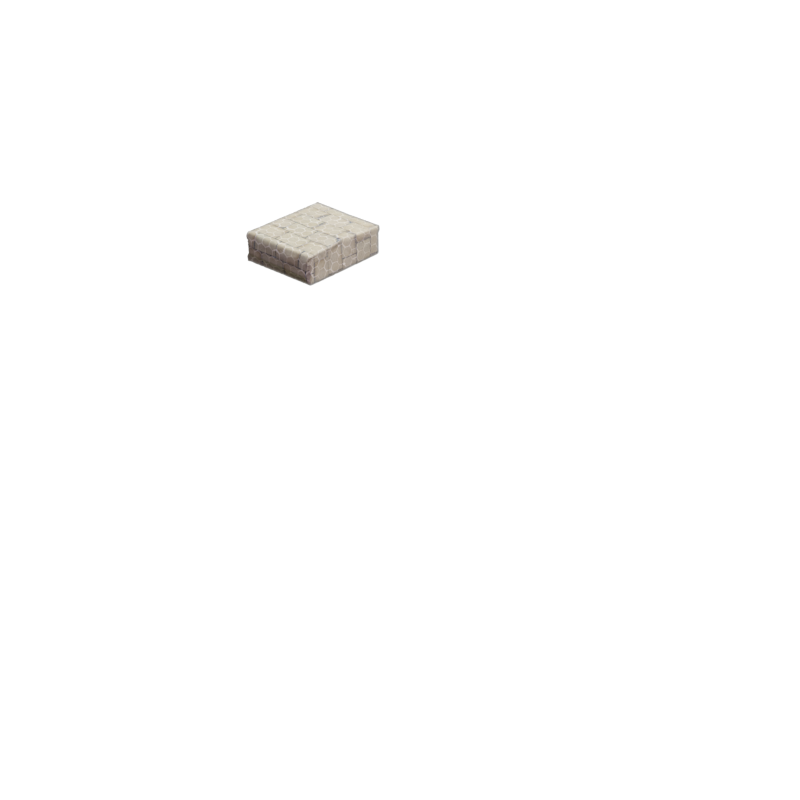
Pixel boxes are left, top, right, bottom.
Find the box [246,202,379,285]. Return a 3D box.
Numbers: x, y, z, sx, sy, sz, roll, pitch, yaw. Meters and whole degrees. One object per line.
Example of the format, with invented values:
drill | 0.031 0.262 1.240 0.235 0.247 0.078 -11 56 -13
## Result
box | -0.073 -0.133 0.931 0.078 0.028 0.089 25 38 35
